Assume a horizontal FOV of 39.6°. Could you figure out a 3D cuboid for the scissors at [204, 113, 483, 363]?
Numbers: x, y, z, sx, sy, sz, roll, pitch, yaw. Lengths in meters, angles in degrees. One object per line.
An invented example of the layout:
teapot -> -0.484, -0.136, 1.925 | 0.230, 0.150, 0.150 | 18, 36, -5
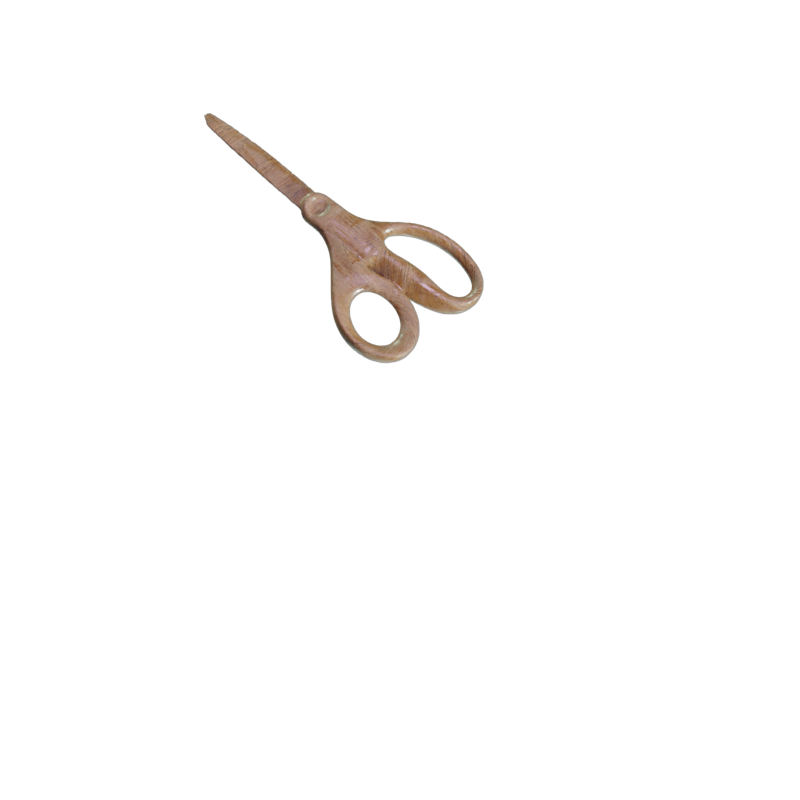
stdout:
scissors -> -0.051, -0.093, 0.649 | 0.207, 0.099, 0.015 | 26, -22, 12
